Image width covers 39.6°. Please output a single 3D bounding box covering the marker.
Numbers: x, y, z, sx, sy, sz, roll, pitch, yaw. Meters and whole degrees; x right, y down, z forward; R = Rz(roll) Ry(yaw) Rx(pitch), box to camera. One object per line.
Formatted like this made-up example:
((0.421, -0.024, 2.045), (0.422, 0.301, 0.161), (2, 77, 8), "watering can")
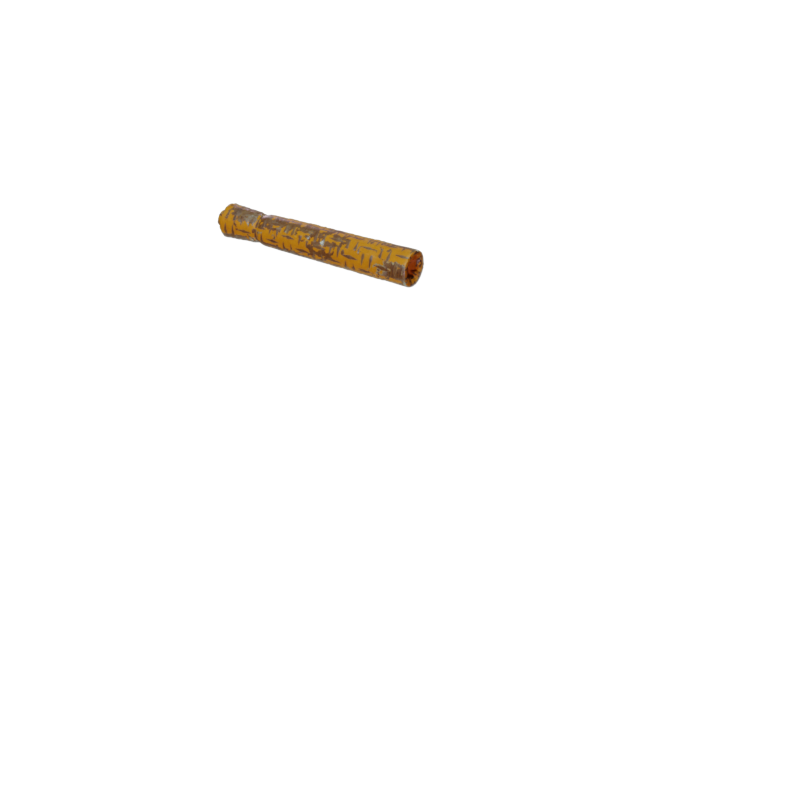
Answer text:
((-0.044, -0.081, 0.567), (0.127, 0.019, 0.019), (19, 13, 31), "marker")
